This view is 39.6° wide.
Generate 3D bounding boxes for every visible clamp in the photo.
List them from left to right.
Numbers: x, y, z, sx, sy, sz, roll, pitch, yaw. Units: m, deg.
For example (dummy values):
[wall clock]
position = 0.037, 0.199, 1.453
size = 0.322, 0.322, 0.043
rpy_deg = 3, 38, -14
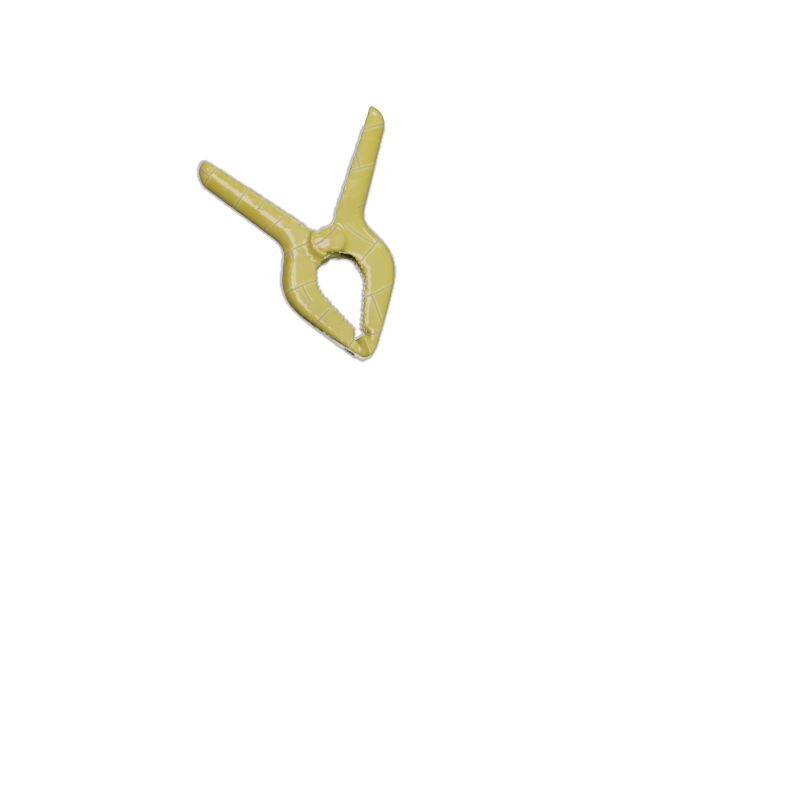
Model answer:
[clamp]
position = -0.072, -0.132, 0.925
size = 0.164, 0.217, 0.035
rpy_deg = -13, -12, -3
